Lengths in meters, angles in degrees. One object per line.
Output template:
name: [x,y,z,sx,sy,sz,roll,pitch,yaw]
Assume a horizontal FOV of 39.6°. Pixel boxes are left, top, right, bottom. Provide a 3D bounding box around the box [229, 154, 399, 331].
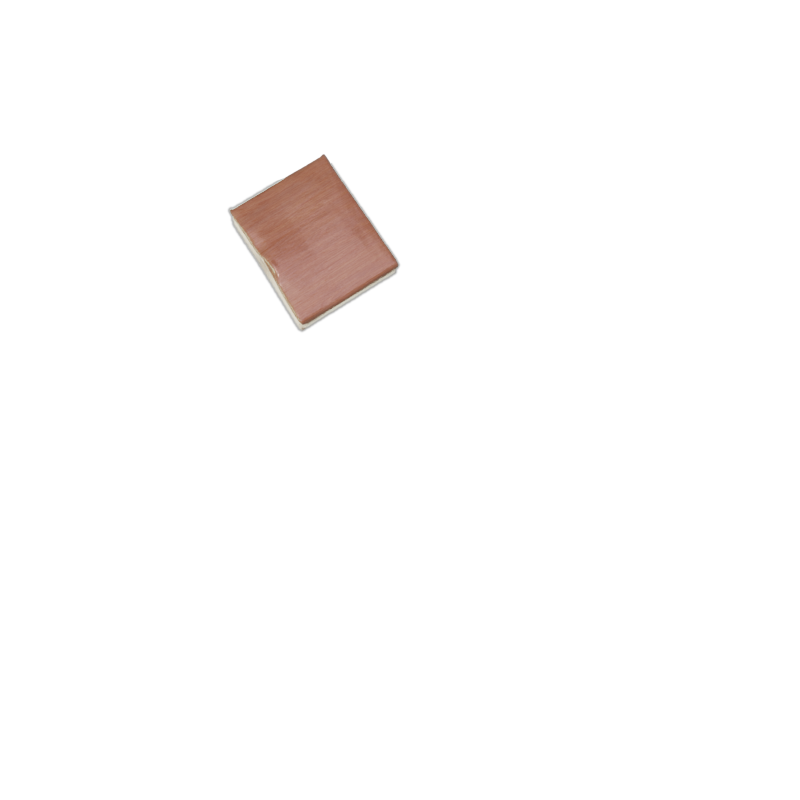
box: [-0.055,-0.101,0.706,0.073,0.092,0.029,-31,-12,-8]
